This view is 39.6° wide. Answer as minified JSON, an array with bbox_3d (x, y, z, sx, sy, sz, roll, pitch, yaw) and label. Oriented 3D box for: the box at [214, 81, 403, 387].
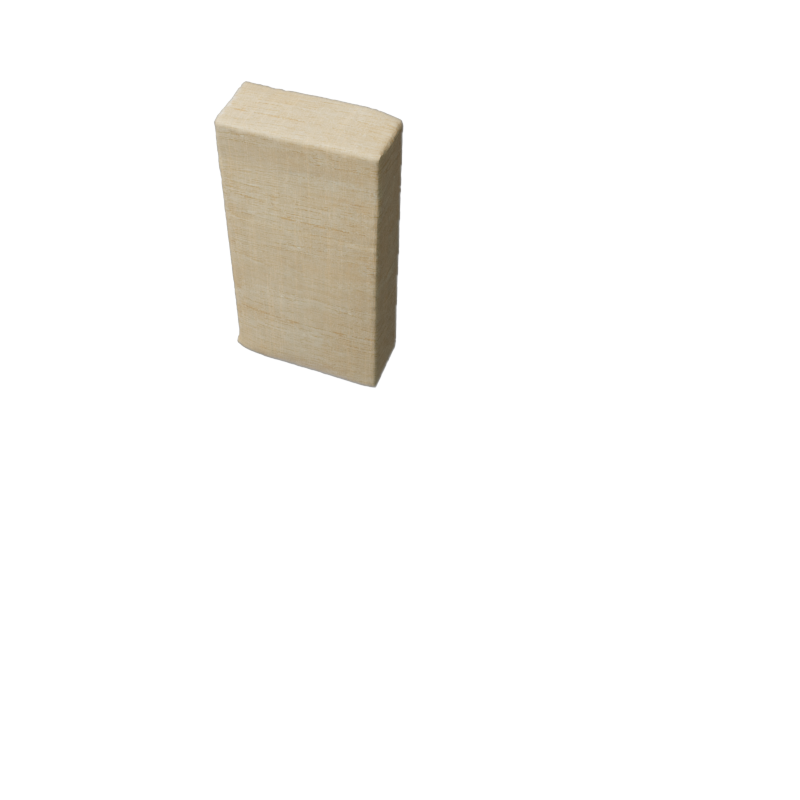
[{"bbox_3d":[-0.048,-0.089,0.622,0.096,0.164,0.050,18,47,14],"label":"box"}]
